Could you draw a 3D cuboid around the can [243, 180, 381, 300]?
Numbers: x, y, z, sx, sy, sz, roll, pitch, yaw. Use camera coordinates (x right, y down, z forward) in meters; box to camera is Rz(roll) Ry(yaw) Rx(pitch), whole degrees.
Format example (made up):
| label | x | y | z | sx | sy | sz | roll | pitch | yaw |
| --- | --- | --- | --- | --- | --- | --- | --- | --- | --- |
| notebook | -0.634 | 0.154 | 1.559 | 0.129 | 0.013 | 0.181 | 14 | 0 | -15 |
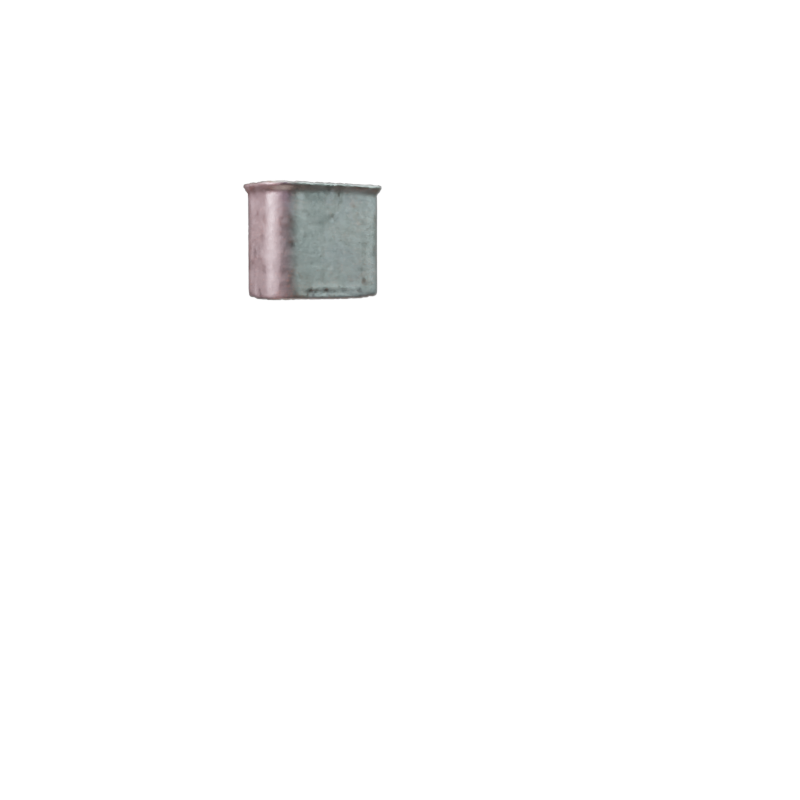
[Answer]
| label | x | y | z | sx | sy | sz | roll | pitch | yaw |
| --- | --- | --- | --- | --- | --- | --- | --- | --- | --- |
| can | -0.064 | -0.116 | 0.813 | 0.098 | 0.084 | 0.060 | -2 | 2 | -36 |
